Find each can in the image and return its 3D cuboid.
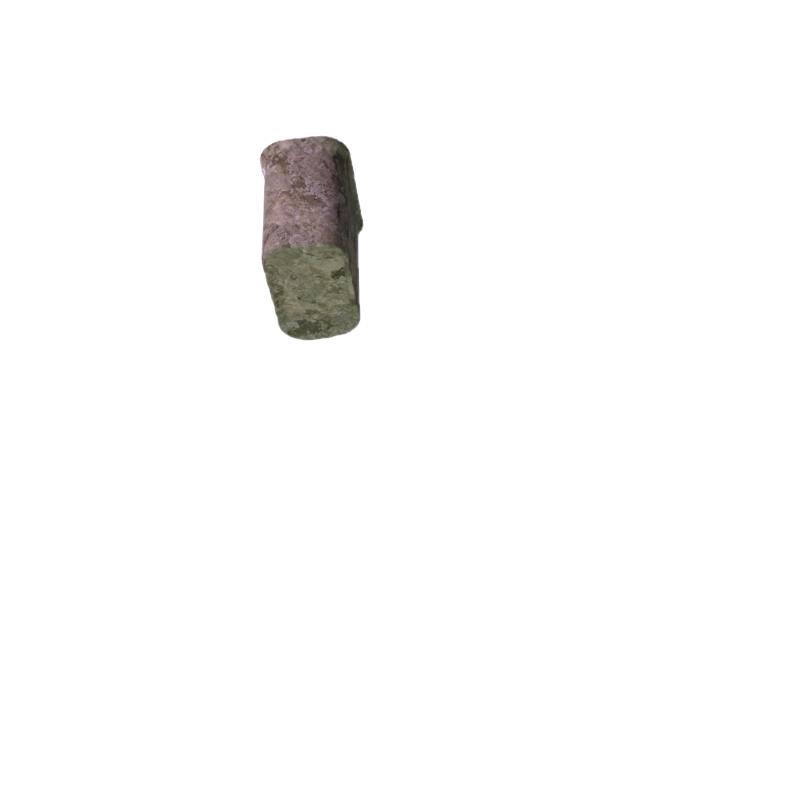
[{"bbox_3d":[-0.054,-0.099,0.692,0.058,0.090,0.094,-5,-35,4],"label":"can"}]
